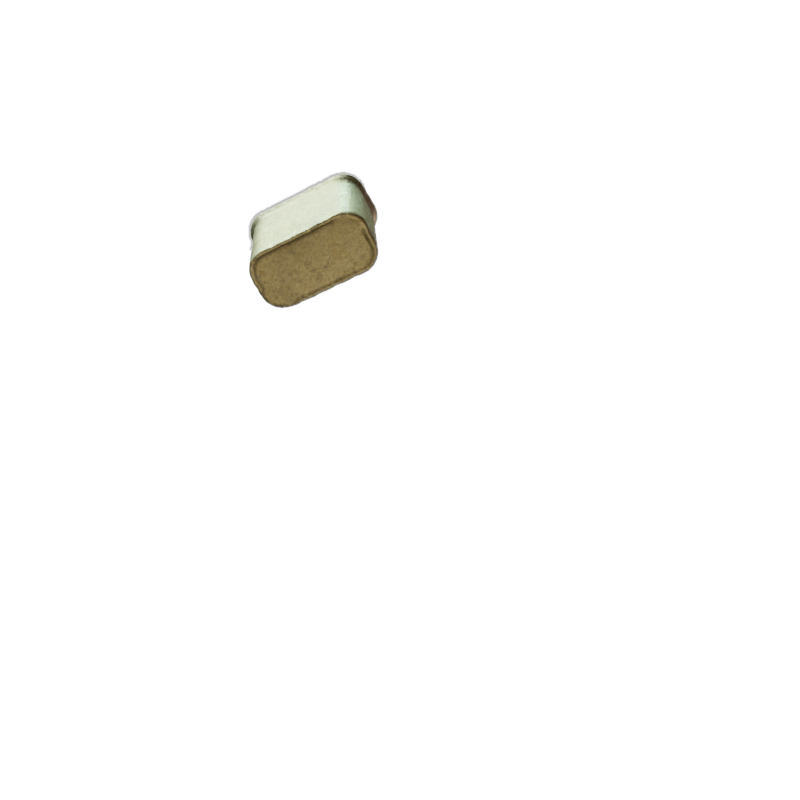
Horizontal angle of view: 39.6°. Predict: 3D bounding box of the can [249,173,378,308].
[{"bbox_3d":[-0.067,-0.123,0.859,0.102,0.054,0.088,-25,25,9],"label":"can"}]
